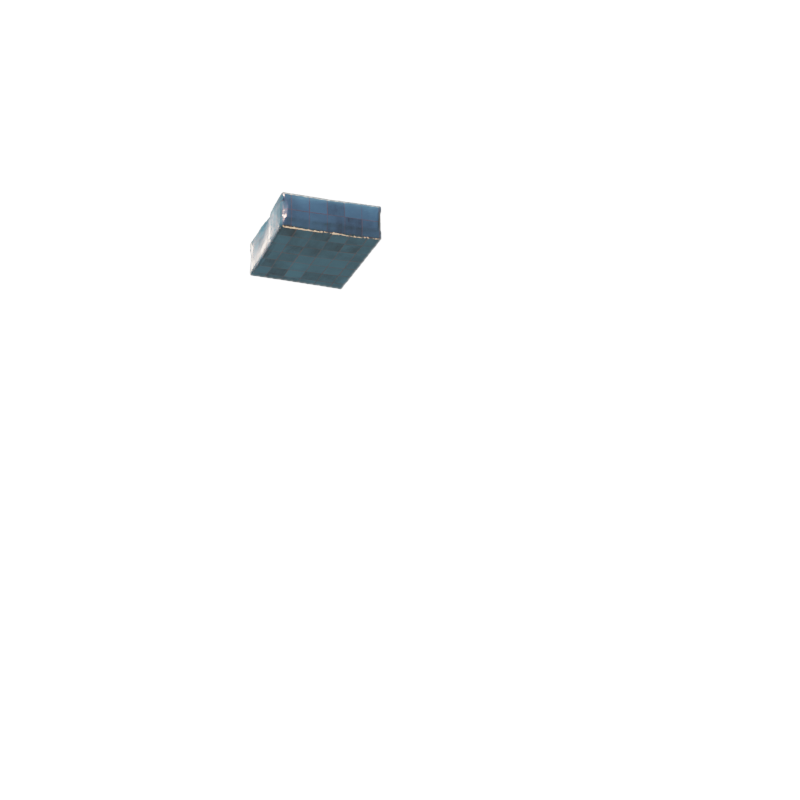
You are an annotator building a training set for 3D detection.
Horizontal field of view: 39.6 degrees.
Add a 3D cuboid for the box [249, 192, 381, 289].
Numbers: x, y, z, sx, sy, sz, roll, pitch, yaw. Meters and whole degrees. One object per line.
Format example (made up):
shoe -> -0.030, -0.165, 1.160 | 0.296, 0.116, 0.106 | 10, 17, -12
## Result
box -> -0.063, -0.114, 0.798 | 0.071, 0.032, 0.087 | 7, -21, -19
